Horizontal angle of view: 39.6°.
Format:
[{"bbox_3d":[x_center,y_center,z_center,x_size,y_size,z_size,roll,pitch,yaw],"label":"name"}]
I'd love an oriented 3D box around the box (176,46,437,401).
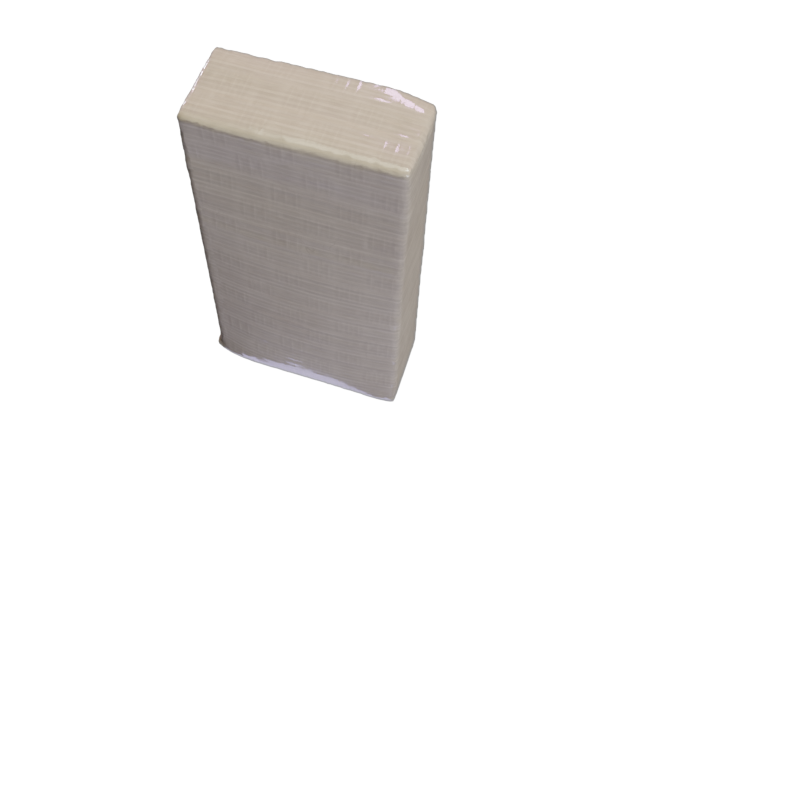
[{"bbox_3d":[-0.037,-0.069,0.479,0.095,0.050,0.165,18,-31,8],"label":"box"}]
